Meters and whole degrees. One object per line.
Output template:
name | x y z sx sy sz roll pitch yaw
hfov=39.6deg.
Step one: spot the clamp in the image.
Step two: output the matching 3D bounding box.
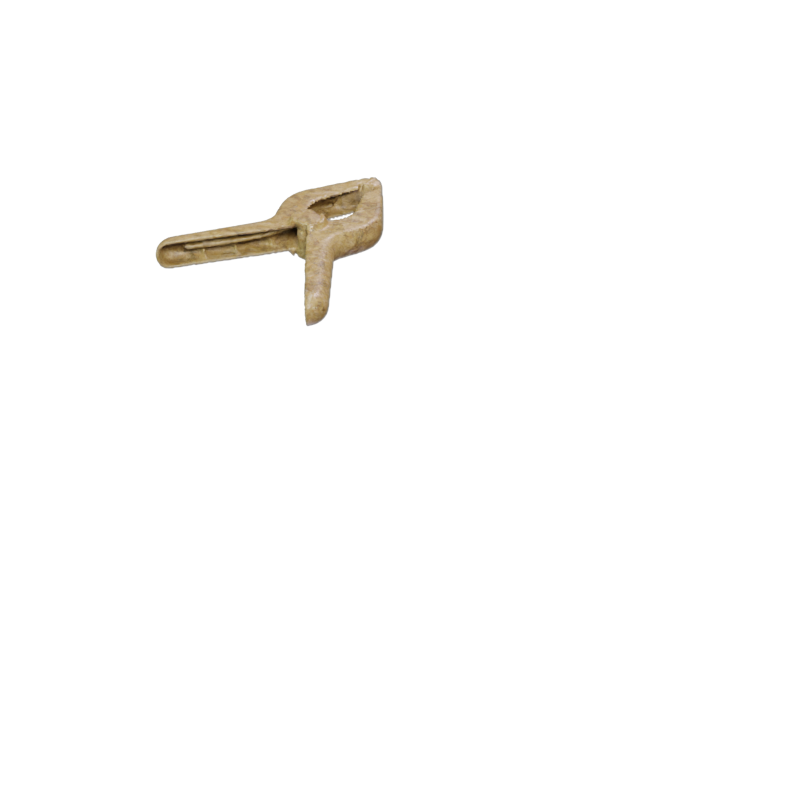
clamp | -0.071 -0.130 0.912 0.175 0.034 0.210 27 43 33
